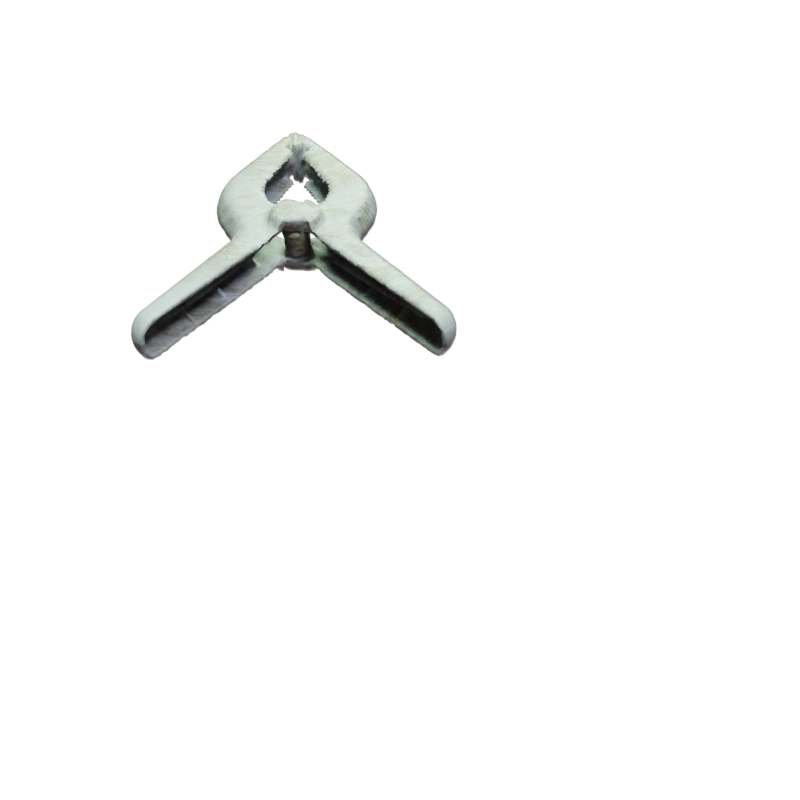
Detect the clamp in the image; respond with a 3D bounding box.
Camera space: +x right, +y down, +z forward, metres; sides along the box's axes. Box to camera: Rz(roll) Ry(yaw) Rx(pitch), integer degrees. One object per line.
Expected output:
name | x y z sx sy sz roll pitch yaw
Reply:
clamp | -0.050 -0.090 0.634 0.166 0.034 0.223 3 39 4
